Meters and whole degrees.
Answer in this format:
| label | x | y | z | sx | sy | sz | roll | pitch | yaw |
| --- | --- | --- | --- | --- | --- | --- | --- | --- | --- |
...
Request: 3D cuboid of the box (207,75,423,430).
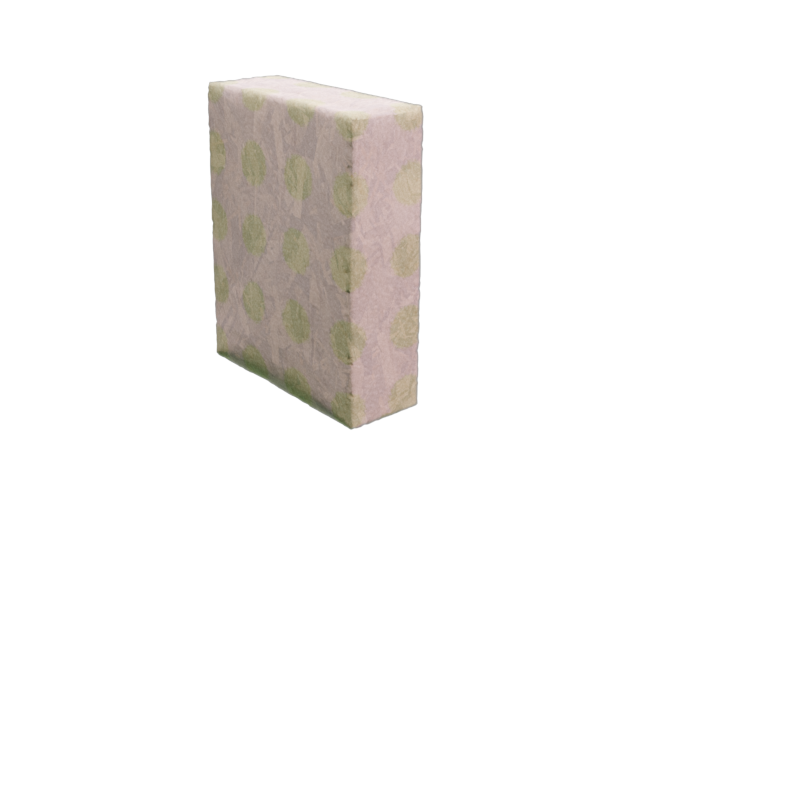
| label | x | y | z | sx | sy | sz | roll | pitch | yaw |
| --- | --- | --- | --- | --- | --- | --- | --- | --- | --- |
| box | -0.061 | -0.111 | 0.779 | 0.070 | 0.205 | 0.175 | -14 | 26 | -37 |
